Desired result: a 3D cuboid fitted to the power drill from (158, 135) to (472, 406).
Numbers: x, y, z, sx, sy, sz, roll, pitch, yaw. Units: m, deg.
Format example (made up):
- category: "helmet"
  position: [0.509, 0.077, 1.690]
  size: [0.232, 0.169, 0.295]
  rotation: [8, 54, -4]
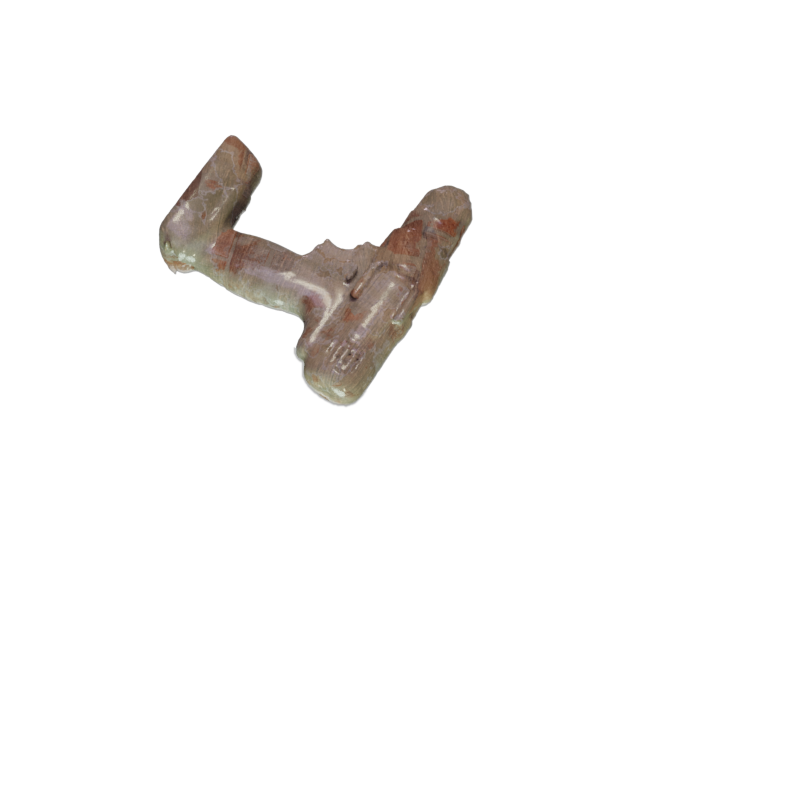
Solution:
- category: "power drill"
  position: [-0.062, -0.113, 0.792]
  size: [0.194, 0.189, 0.054]
  rotation: [29, -23, 13]
